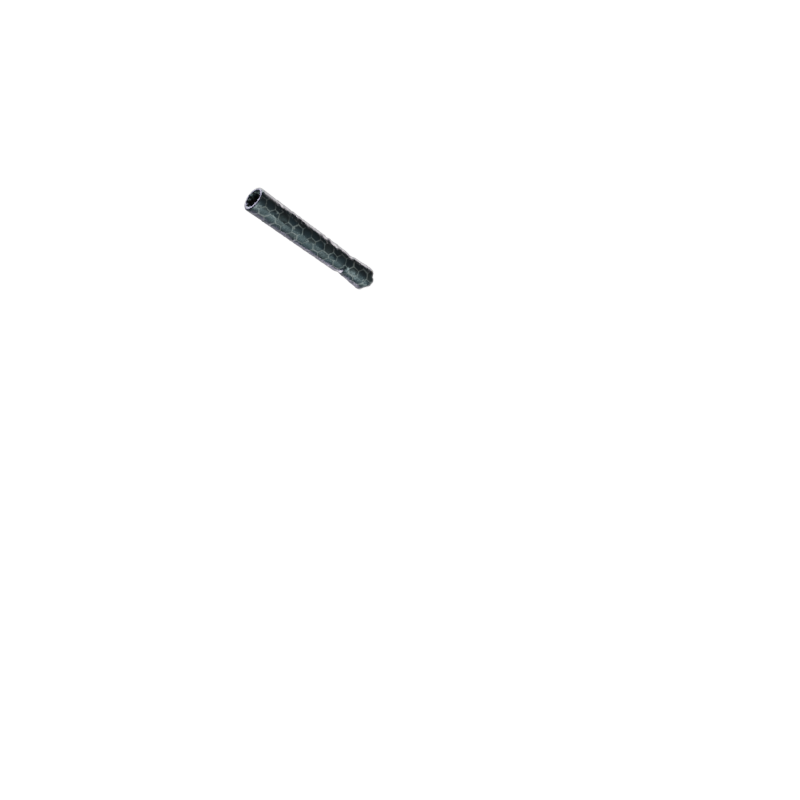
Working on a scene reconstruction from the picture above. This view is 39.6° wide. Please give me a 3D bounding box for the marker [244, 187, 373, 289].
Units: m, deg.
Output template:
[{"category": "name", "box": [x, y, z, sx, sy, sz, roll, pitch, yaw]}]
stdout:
[{"category": "marker", "box": [-0.063, -0.115, 0.804, 0.113, 0.020, 0.021, 33, -17, -33]}]
